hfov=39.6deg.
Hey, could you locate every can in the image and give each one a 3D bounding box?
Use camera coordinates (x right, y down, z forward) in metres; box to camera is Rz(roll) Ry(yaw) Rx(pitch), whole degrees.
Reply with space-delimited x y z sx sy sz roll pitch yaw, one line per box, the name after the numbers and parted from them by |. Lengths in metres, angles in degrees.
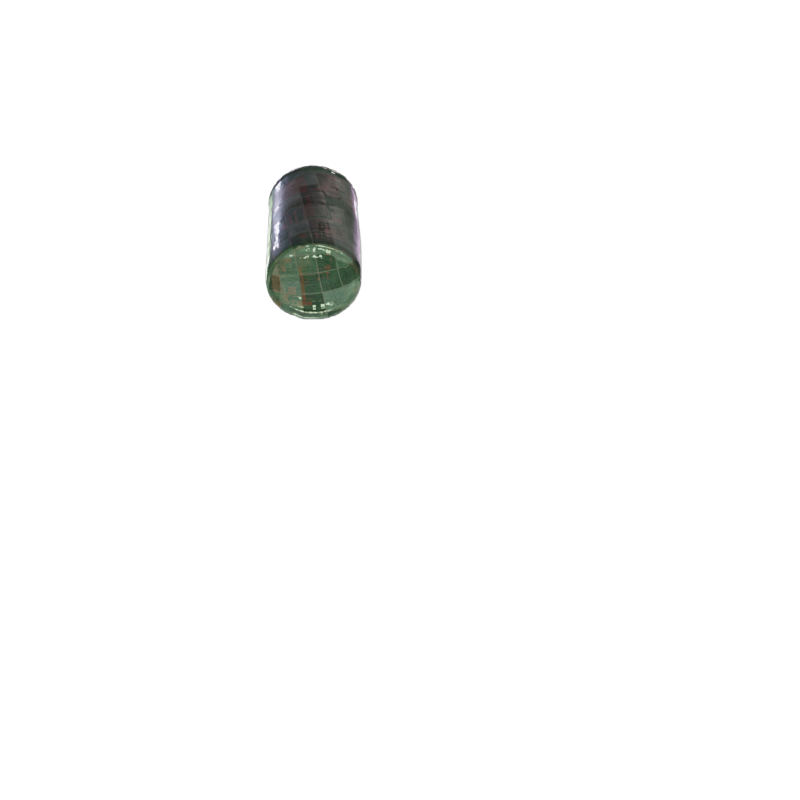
-0.062 -0.114 0.798 0.068 0.064 0.109 -1 39 -3 | can
